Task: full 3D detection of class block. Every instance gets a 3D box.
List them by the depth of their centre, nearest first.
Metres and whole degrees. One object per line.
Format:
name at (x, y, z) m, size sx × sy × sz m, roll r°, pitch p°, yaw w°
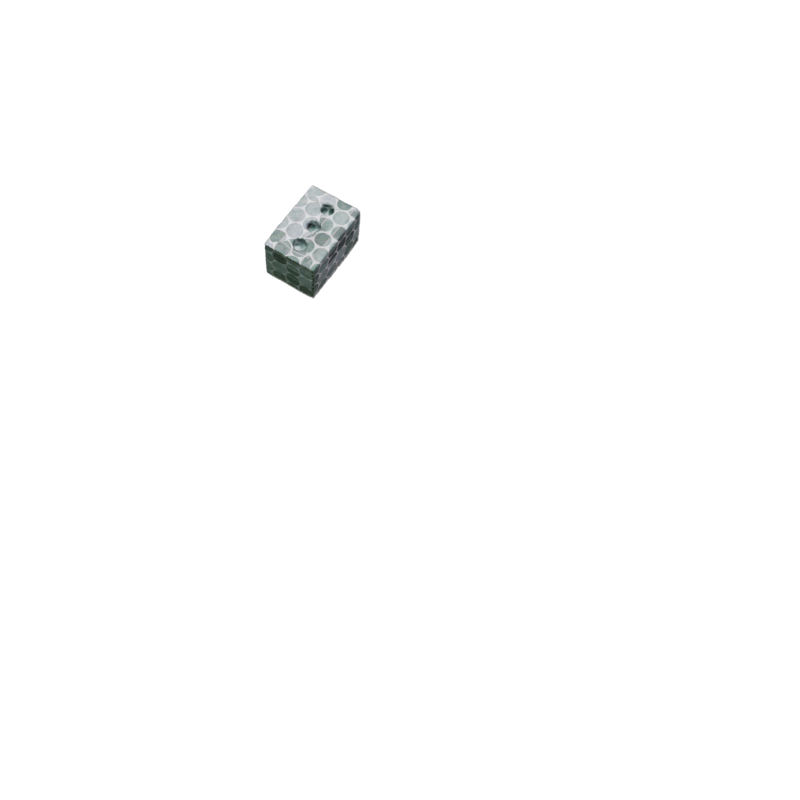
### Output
block at (-0.077, -0.141, 0.985) m, size 0.055 × 0.080 × 0.048 m, roll 29°, pitch -26°, yaw 13°
